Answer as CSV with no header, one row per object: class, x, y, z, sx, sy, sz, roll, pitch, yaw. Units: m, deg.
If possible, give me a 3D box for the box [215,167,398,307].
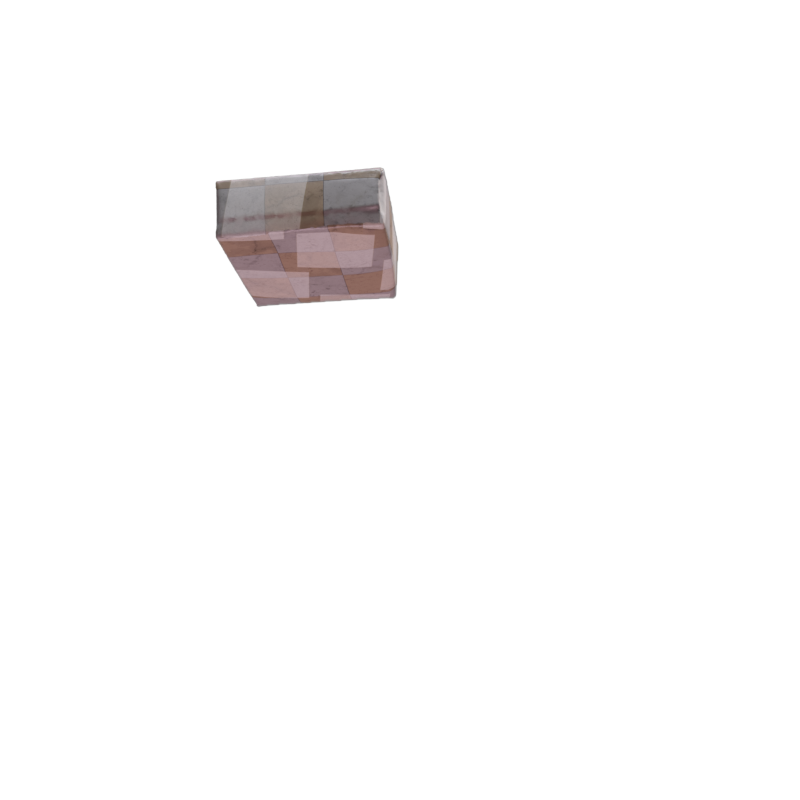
box,-0.049,-0.089,0.621,0.090,0.041,0.107,-2,-18,5
